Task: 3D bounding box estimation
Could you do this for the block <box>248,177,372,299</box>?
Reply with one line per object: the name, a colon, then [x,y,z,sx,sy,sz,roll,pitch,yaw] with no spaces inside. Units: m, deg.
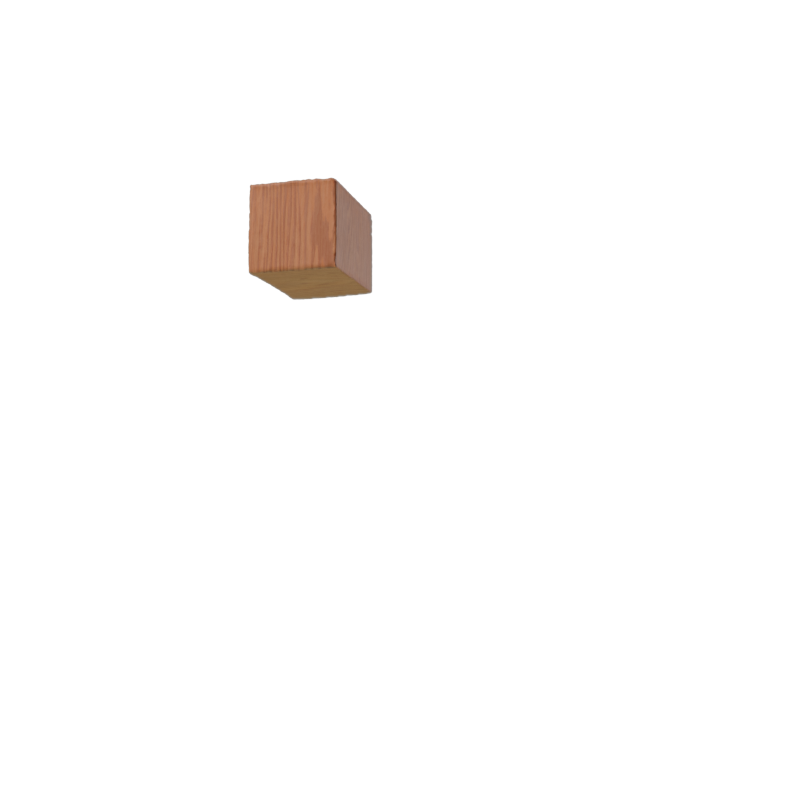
block: [-0.050,-0.092,0.642,0.054,0.053,0.074,-3,-10,14]
